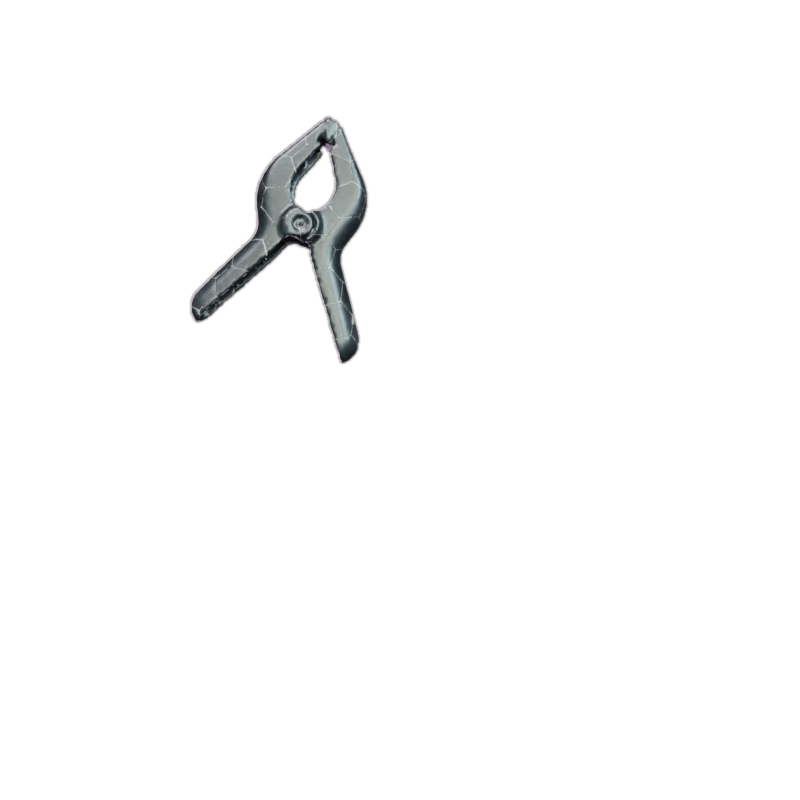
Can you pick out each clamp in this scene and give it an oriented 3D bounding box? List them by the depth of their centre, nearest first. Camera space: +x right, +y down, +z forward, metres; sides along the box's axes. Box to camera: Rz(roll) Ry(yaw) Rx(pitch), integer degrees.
[{"bbox_3d":[-0.061,-0.112,0.784,0.121,0.173,0.038,24,-7,3],"label":"clamp"}]
